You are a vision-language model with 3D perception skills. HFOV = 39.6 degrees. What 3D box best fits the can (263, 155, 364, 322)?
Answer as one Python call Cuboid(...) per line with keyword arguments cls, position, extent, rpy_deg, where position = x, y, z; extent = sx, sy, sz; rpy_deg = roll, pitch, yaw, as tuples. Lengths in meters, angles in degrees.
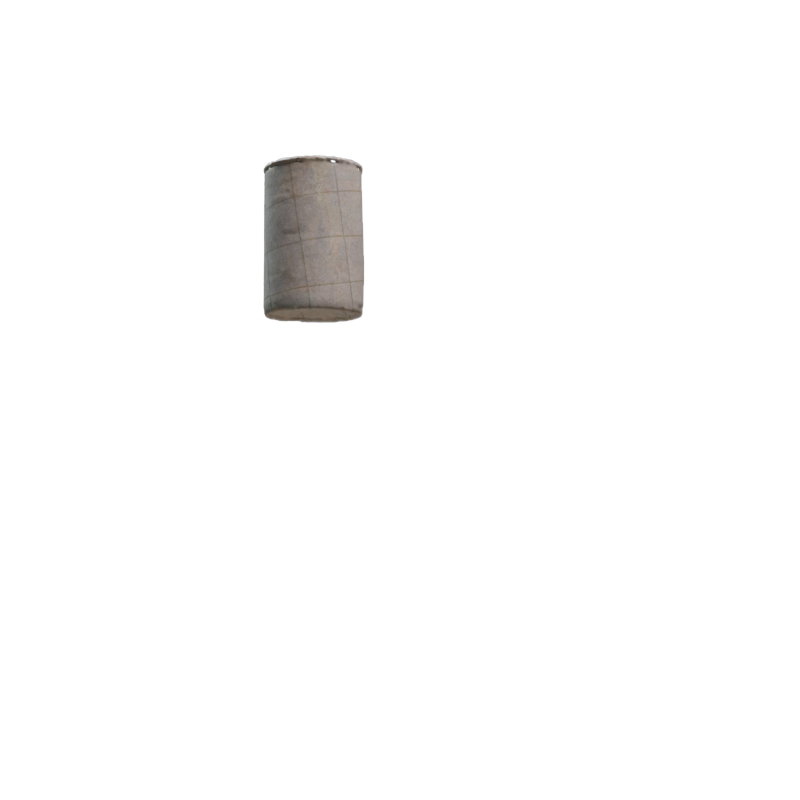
Cuboid(cls="can", position=(-0.058, -0.107, 0.747), extent=(0.068, 0.105, 0.067), rpy_deg=(0, -9, -2))
